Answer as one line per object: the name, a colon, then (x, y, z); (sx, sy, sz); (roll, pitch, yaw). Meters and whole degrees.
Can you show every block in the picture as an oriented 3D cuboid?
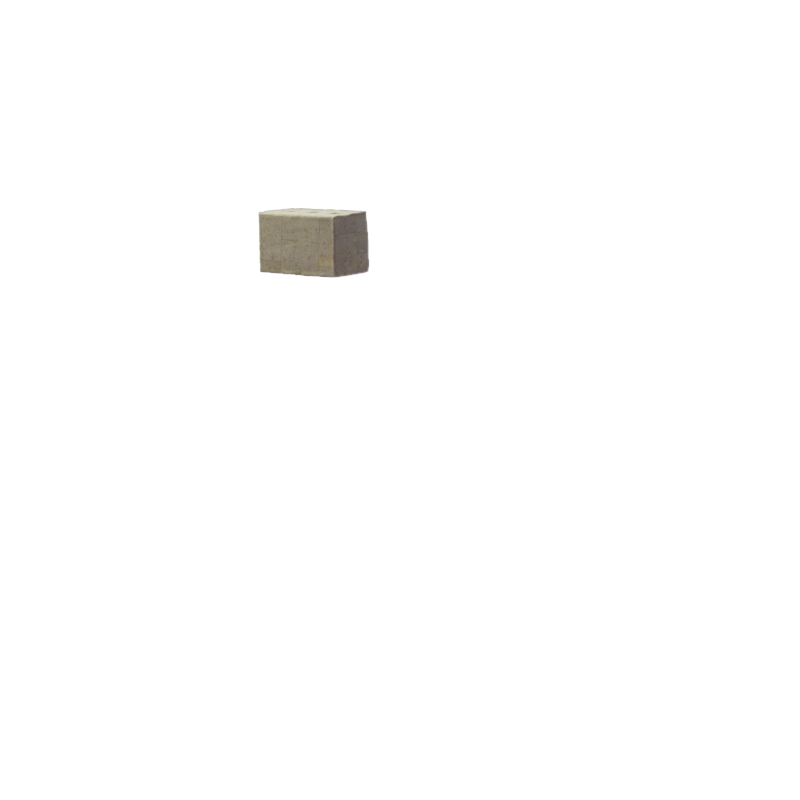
block: (-0.072, -0.131, 0.918); (0.081, 0.050, 0.052); (7, 12, 31)
